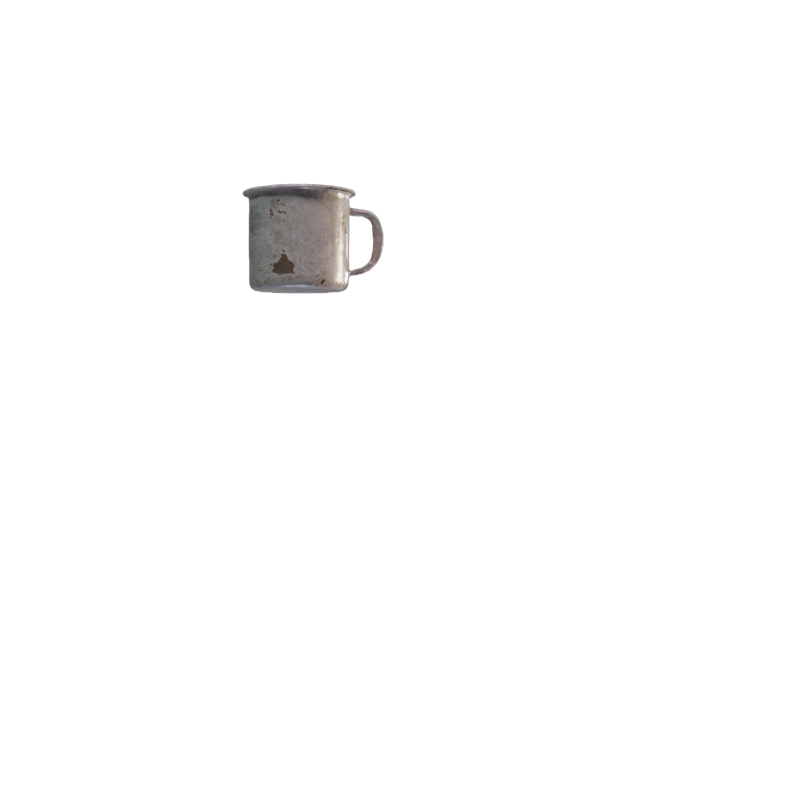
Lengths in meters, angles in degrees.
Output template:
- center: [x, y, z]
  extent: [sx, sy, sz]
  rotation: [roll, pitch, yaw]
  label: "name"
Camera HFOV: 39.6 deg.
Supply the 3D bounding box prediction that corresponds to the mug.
- center: [-0.071, -0.129, 0.907]
  extent: [0.115, 0.082, 0.094]
  rotation: [0, -1, -15]
  label: "mug"
